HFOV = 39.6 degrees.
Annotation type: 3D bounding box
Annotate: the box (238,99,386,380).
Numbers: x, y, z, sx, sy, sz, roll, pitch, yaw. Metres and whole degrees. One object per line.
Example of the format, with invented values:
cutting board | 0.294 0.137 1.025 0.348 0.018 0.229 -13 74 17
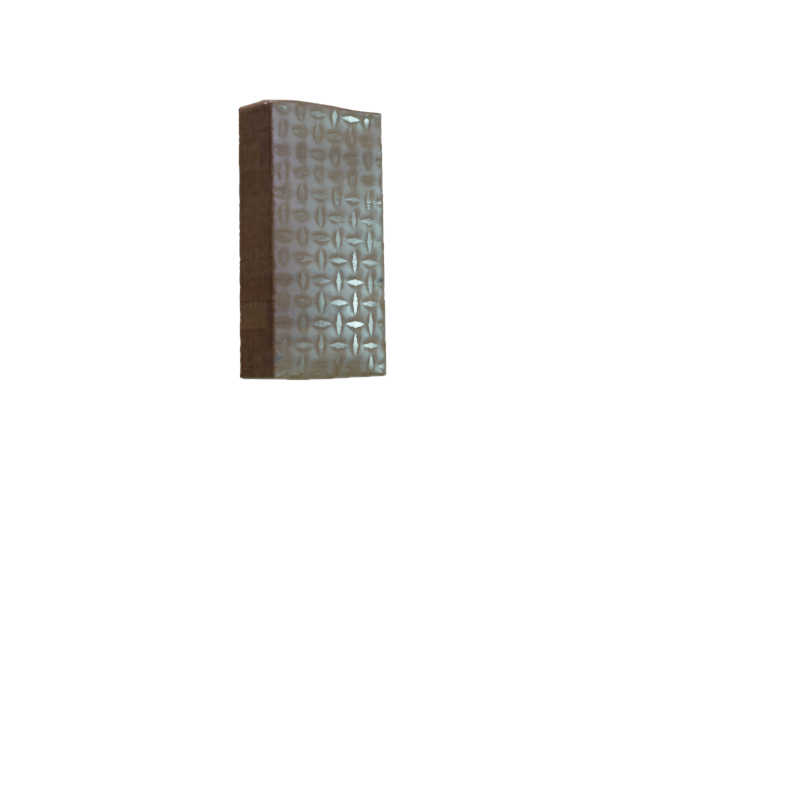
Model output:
box | -0.056 -0.103 0.720 0.090 0.178 0.050 1 -3 -37
